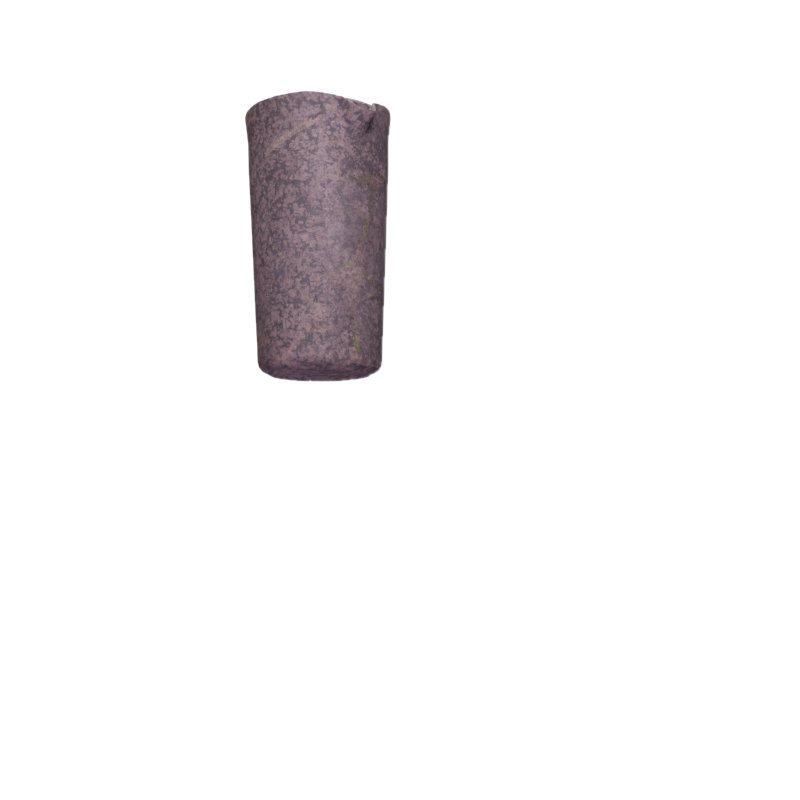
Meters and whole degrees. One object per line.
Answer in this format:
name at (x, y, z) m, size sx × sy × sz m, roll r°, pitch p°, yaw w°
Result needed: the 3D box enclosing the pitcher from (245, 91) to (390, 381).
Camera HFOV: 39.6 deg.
pitcher at (-0.078, -0.142, 0.995) m, size 0.147 × 0.251 × 0.143 m, roll -3°, pitch -12°, yaw 11°
